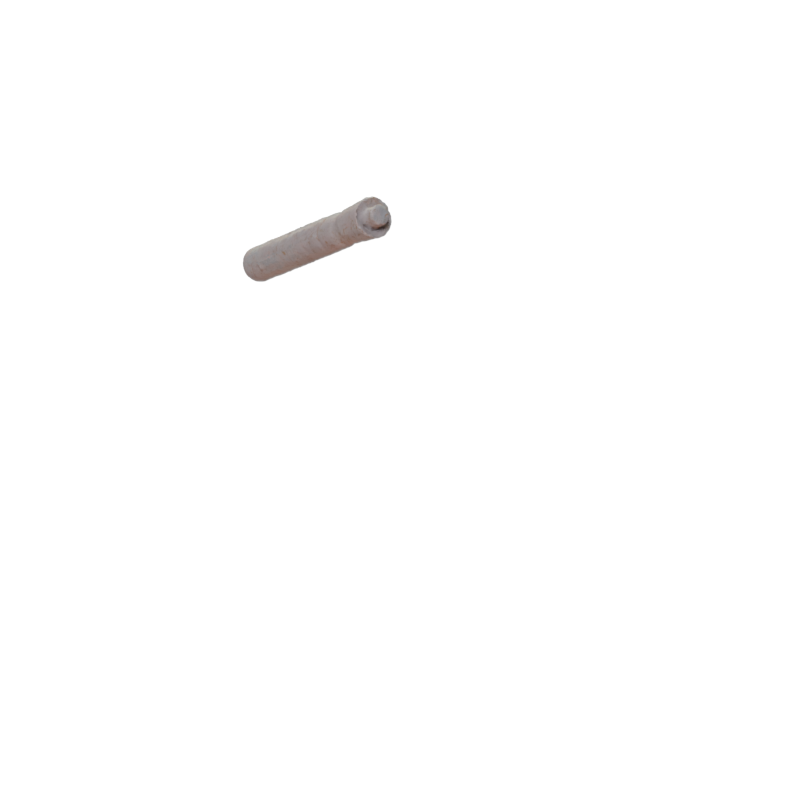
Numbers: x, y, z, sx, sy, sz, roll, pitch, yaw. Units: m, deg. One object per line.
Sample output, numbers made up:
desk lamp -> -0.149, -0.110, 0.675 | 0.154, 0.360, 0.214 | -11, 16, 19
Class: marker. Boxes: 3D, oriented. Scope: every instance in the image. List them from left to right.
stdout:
marker -> -0.042, -0.076, 0.534 | 0.019, 0.020, 0.123 | -2, -3, -33
